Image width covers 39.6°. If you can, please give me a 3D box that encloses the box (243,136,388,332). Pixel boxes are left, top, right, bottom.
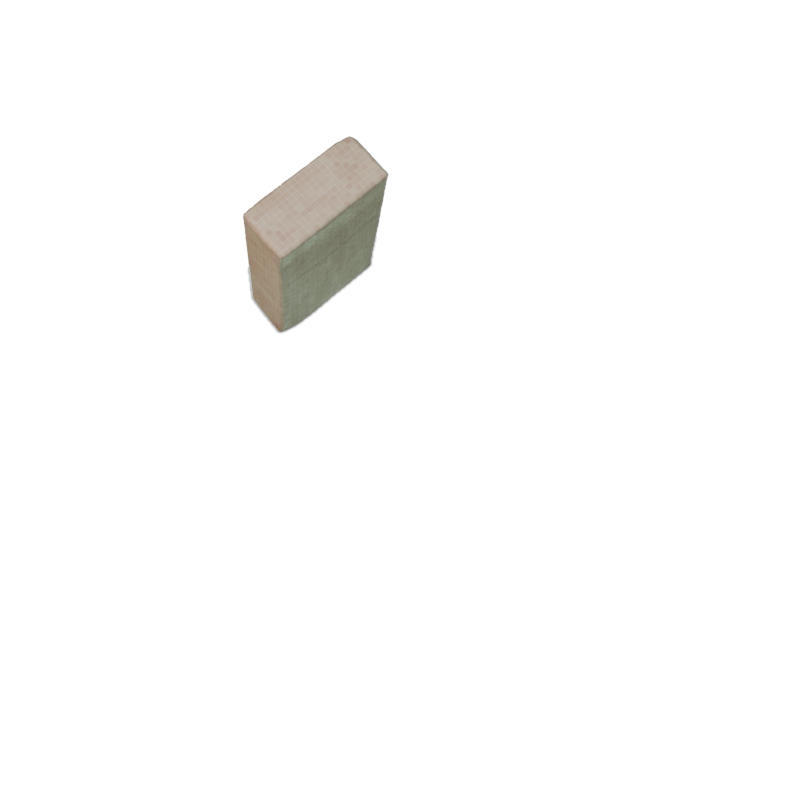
[{"bbox_3d":[-0.061,-0.112,0.781,0.094,0.050,0.169,-40,-9,-13],"label":"box"}]
